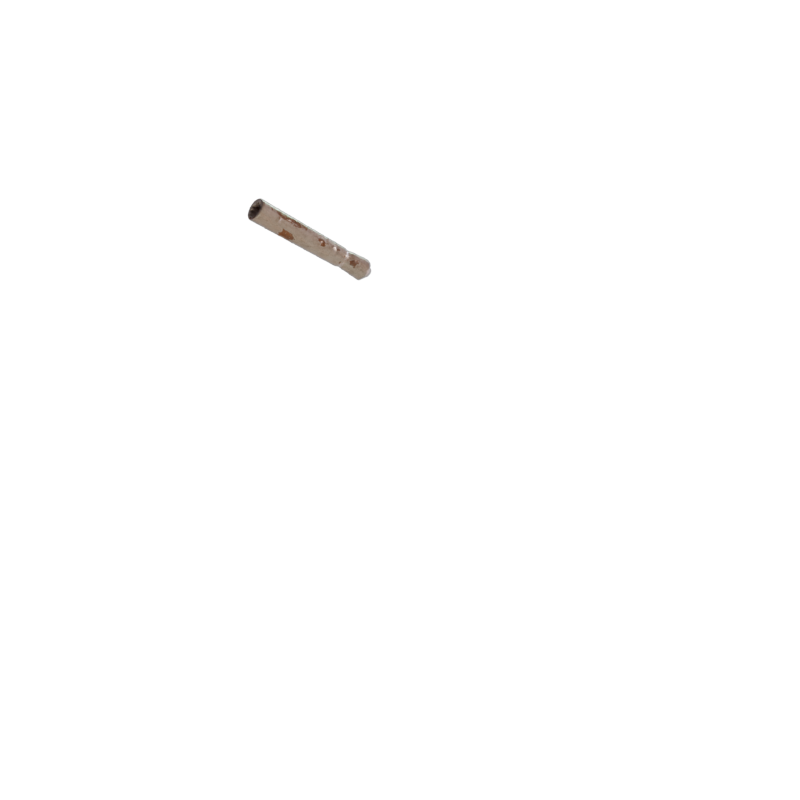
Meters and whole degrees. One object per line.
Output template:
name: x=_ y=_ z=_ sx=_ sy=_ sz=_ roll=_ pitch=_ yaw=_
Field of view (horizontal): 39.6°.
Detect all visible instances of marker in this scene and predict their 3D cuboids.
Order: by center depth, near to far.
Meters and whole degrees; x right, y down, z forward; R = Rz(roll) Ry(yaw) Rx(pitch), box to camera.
marker: x=-0.069 y=-0.126 z=0.884 sx=0.114 sy=0.020 sz=0.021 roll=26 pitch=-12 yaw=-34
